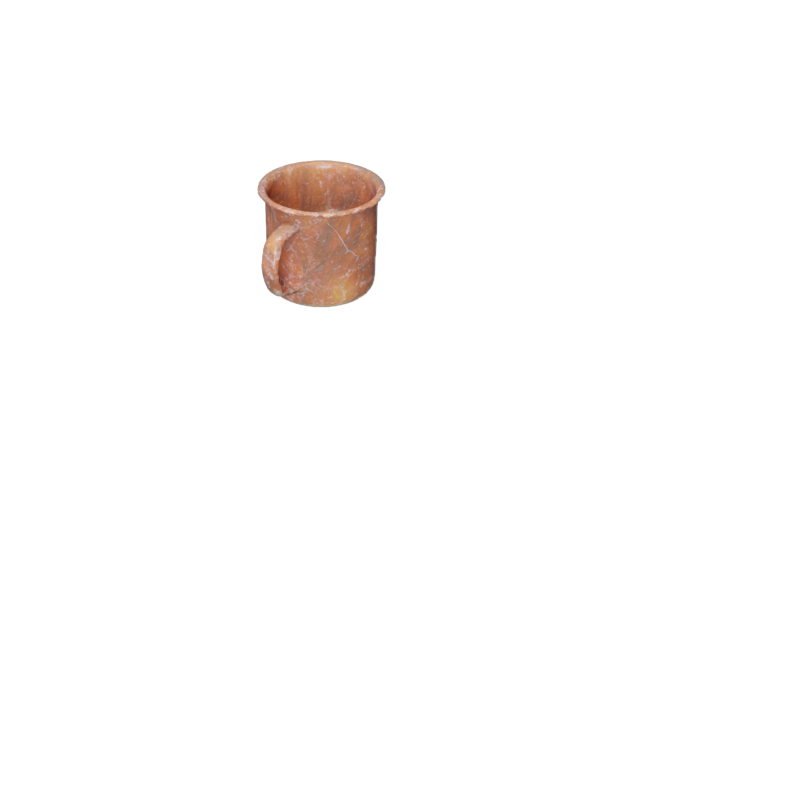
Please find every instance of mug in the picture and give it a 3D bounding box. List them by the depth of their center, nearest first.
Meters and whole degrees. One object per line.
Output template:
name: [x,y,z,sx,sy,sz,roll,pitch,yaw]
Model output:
mug: [-0.064,-0.116,0.813,0.097,0.077,0.120,16,36,22]
